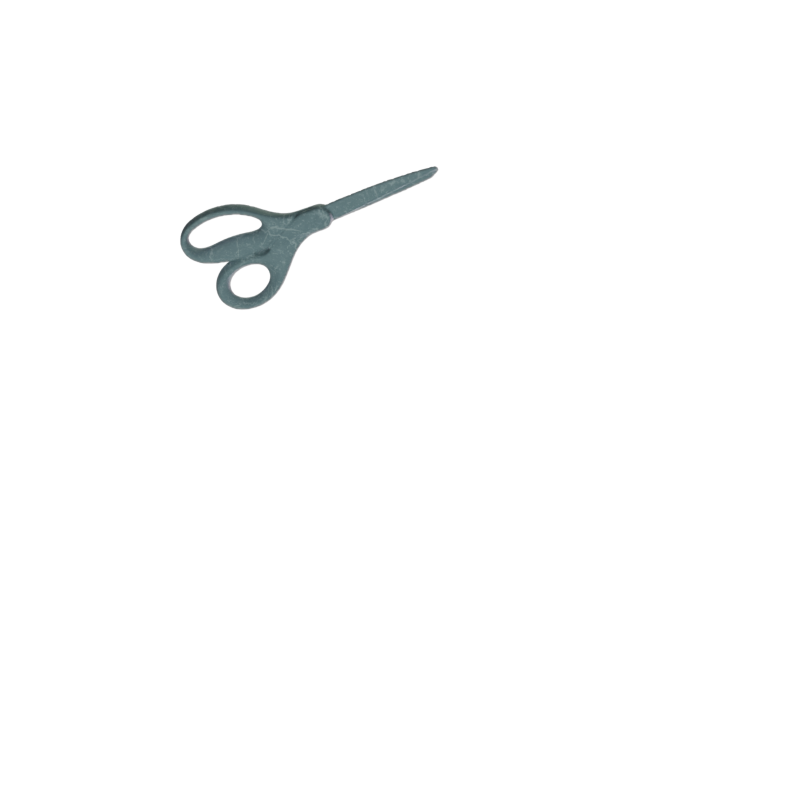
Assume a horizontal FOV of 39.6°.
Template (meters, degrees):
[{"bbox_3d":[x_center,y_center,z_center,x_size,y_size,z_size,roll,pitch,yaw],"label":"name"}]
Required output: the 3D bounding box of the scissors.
[{"bbox_3d":[-0.067,-0.121,0.850,0.202,0.090,0.017,-7,28,4],"label":"scissors"}]
